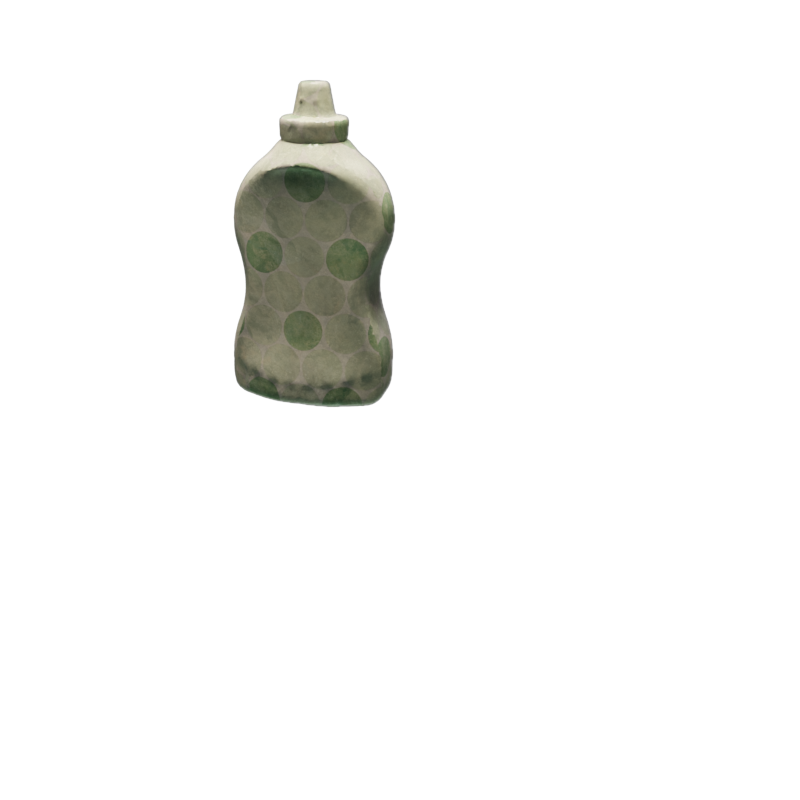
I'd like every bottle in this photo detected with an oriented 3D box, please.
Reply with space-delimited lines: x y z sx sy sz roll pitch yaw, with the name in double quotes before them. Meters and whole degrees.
"bottle" -0.052 -0.095 0.667 0.099 0.185 0.059 6 16 17
